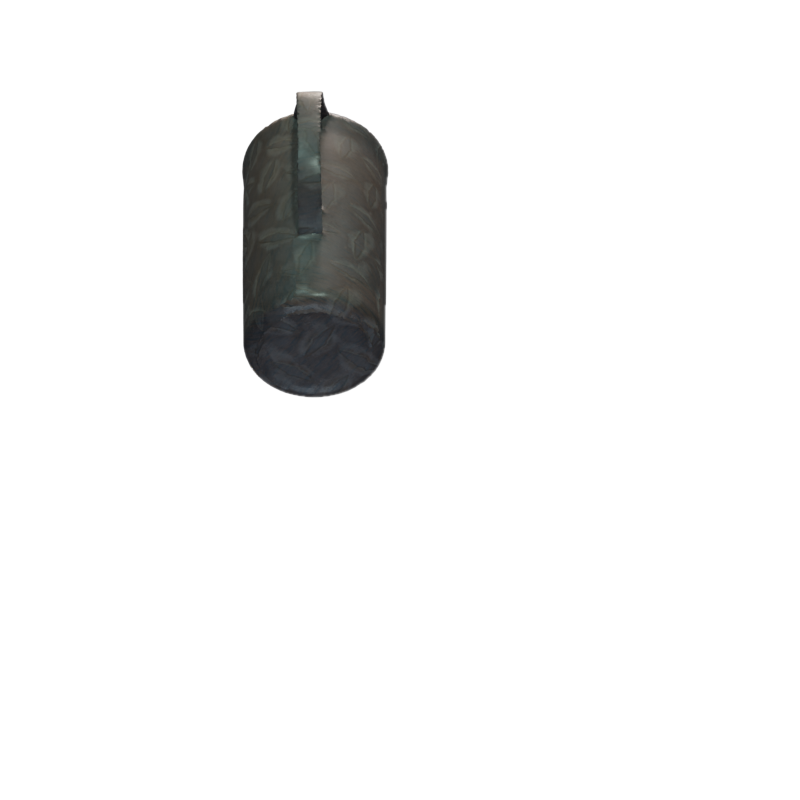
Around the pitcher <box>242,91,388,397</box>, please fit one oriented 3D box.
[{"bbox_3d":[-0.072,-0.131,0.918,0.143,0.261,0.140,-37,-55,27],"label":"pitcher"}]
